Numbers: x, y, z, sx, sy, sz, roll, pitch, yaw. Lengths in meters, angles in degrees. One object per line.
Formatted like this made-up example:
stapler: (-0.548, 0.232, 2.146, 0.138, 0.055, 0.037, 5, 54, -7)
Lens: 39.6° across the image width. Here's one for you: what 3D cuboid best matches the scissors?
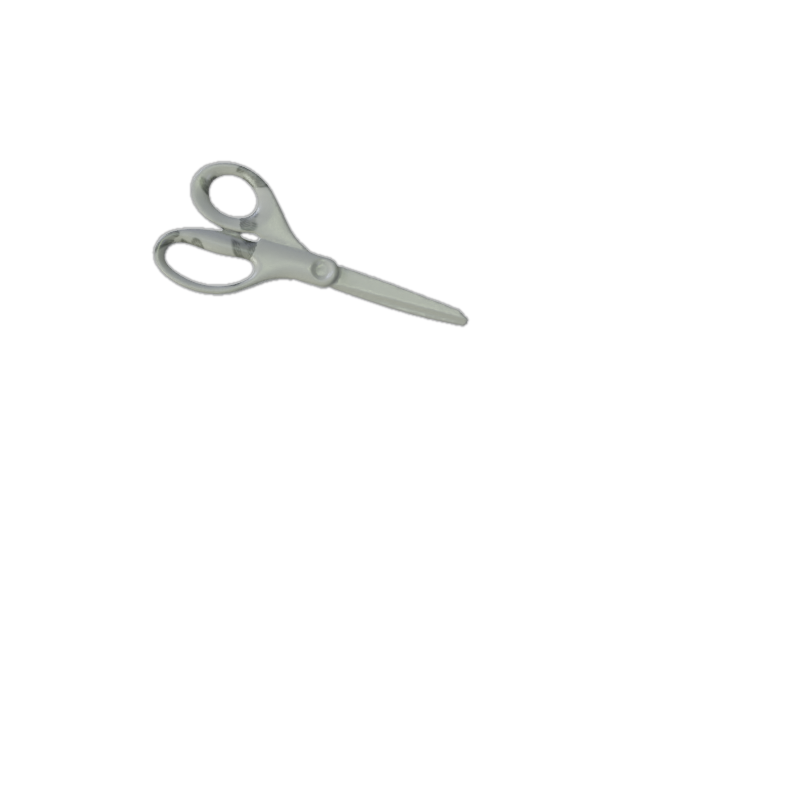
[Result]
scissors: (-0.056, -0.102, 0.712, 0.202, 0.099, 0.015, 4, -12, 1)
